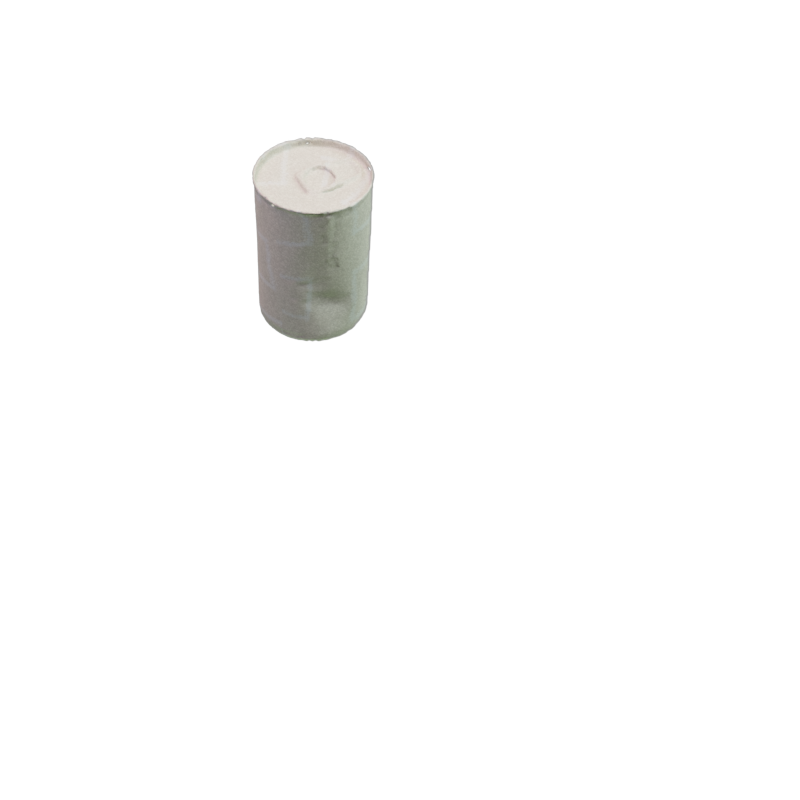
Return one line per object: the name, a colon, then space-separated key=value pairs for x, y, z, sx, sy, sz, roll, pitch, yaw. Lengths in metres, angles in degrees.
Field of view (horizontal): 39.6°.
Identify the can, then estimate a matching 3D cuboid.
can: x=-0.051 y=-0.093 z=0.648 sx=0.068 sy=0.074 sz=0.095 roll=0 pitch=-45 yaw=-3
